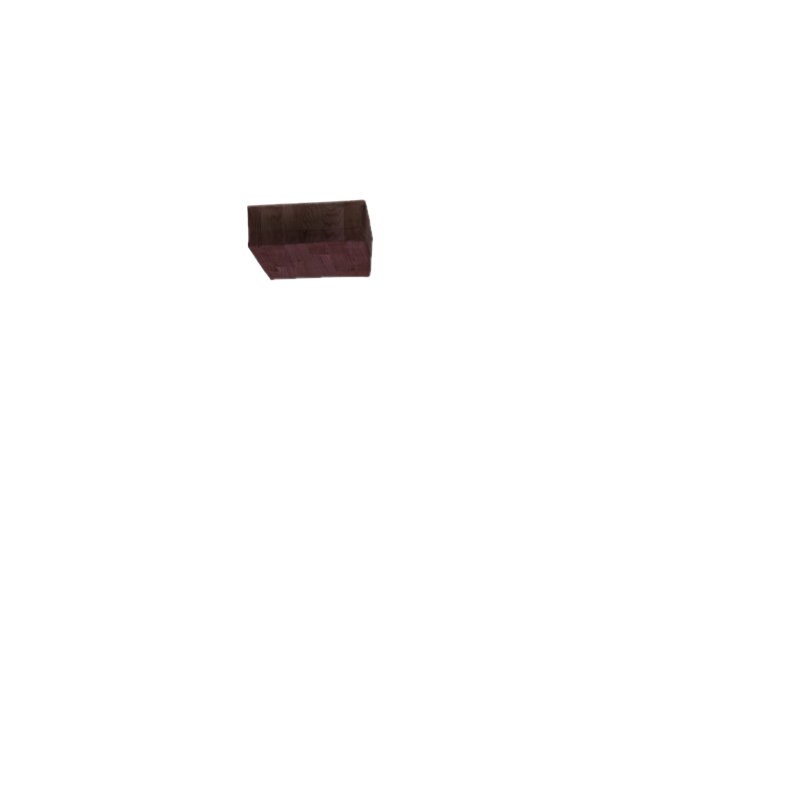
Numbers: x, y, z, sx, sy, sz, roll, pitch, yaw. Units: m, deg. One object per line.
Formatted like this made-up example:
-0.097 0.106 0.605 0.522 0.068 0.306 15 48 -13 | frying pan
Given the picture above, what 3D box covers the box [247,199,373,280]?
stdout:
-0.068 -0.125 0.874 0.090 0.040 0.109 -1 -10 3 | box
